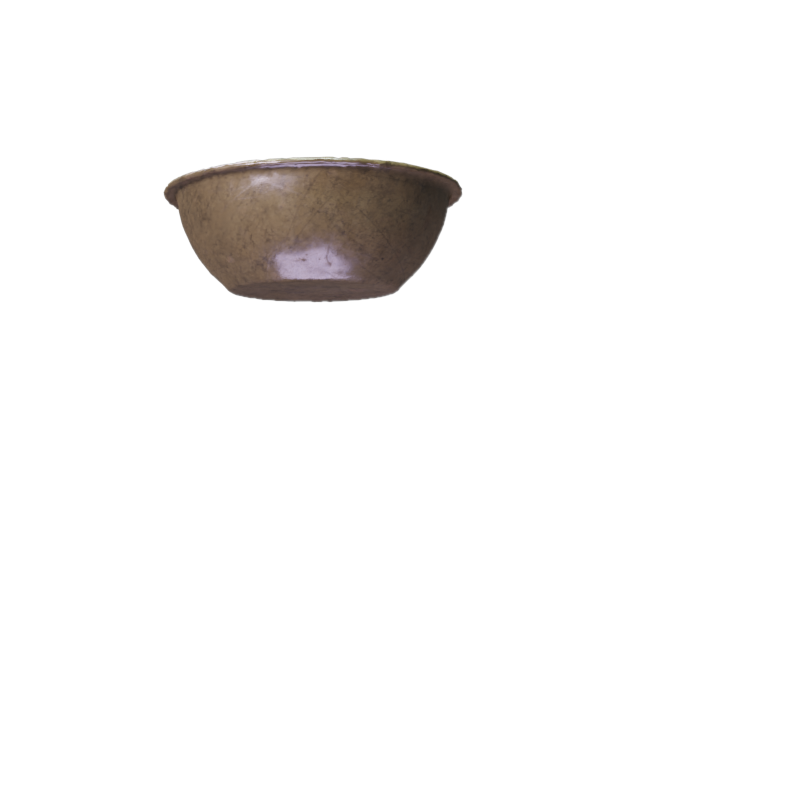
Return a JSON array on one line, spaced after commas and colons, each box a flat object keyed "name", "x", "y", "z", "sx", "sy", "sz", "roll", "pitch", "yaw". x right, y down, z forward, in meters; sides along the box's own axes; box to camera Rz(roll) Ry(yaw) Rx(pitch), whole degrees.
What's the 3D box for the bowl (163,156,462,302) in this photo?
[{"name": "bowl", "x": -0.047, "y": -0.085, "z": 0.598, "sx": 0.162, "sy": 0.056, "sz": 0.160, "roll": 0, "pitch": -3, "yaw": -2}]
